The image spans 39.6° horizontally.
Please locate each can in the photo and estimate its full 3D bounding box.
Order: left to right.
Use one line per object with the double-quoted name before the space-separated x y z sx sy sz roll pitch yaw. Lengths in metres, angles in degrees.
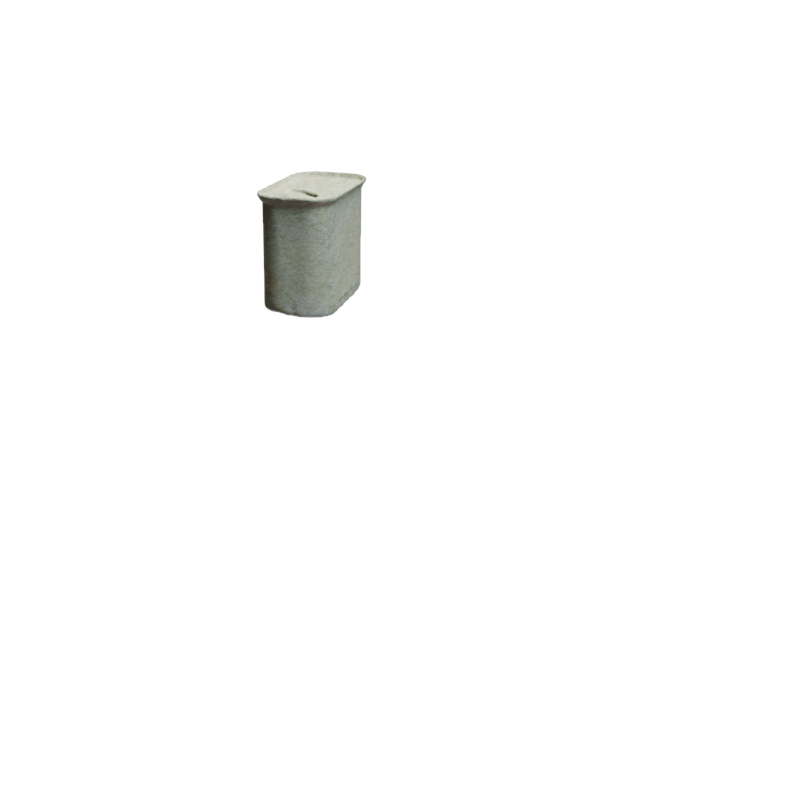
"can" -0.061 -0.112 0.786 0.059 0.081 0.103 5 18 14
